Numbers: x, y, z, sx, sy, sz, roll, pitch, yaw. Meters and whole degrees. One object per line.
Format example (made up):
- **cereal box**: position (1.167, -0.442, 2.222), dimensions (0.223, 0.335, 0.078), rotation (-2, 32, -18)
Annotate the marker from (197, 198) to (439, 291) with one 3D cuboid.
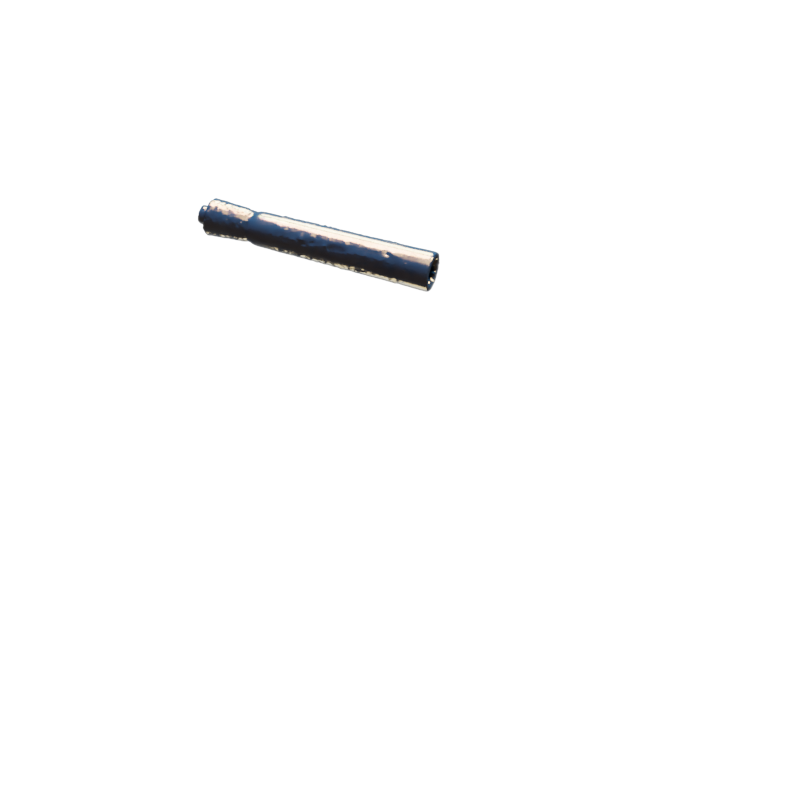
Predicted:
- **marker**: position (-0.041, -0.076, 0.529), dimensions (0.125, 0.019, 0.019), rotation (17, 9, 19)
